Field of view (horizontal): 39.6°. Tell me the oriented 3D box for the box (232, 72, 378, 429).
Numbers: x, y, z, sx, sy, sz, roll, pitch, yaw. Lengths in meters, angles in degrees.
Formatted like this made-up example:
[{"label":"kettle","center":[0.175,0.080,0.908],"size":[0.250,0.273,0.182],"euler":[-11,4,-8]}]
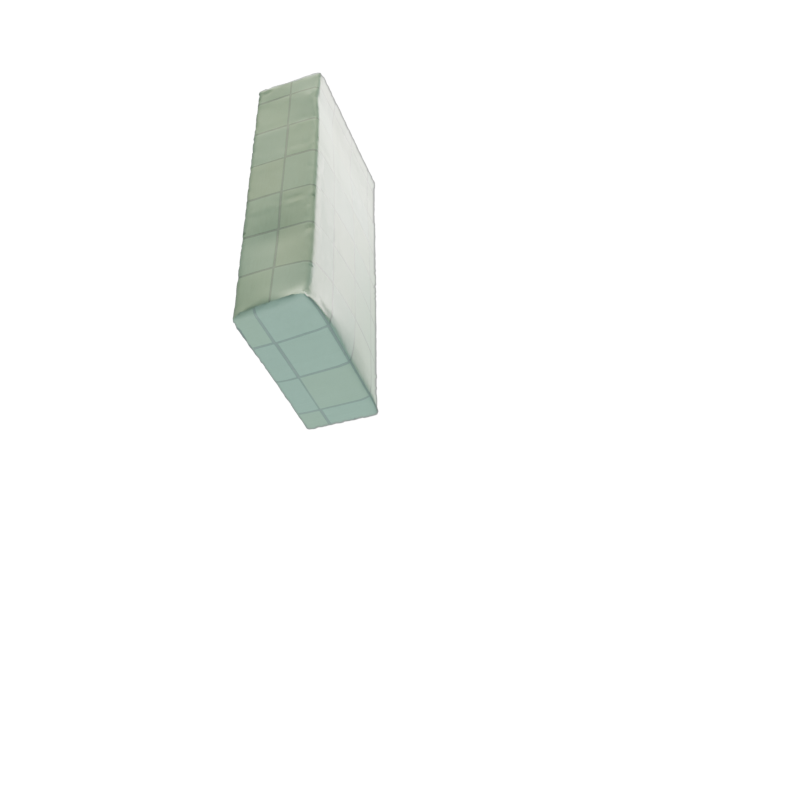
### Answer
[{"label":"box","center":[-0.046,-0.084,0.591],"size":[0.048,0.189,0.086],"euler":[-17,-45,13]}]
